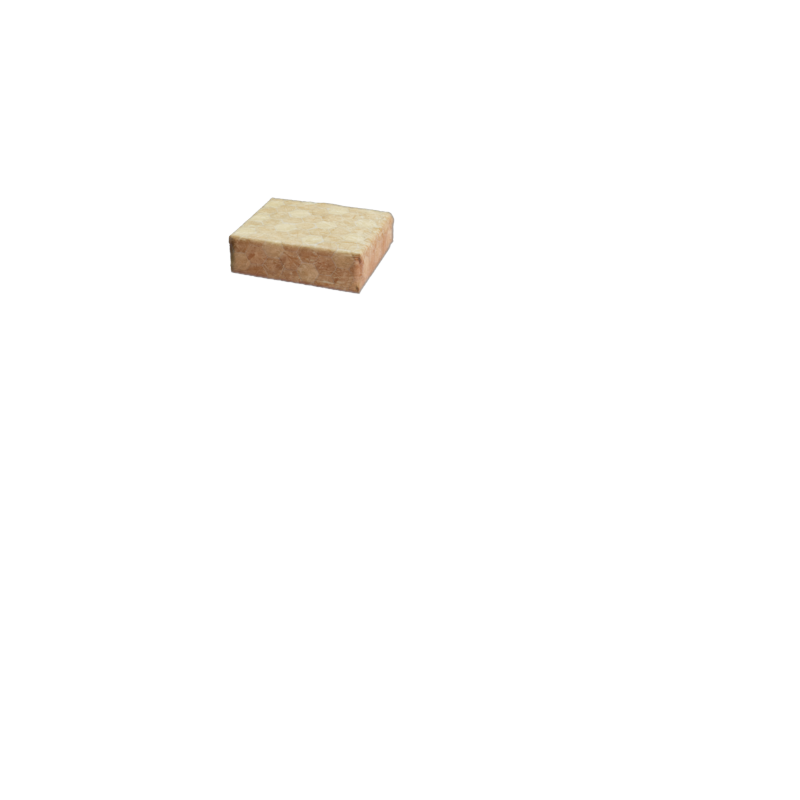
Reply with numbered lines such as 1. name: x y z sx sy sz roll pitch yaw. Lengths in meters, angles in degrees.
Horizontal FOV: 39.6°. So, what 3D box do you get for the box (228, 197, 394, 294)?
1. box: -0.056 -0.102 0.717 0.092 0.029 0.075 9 30 16
